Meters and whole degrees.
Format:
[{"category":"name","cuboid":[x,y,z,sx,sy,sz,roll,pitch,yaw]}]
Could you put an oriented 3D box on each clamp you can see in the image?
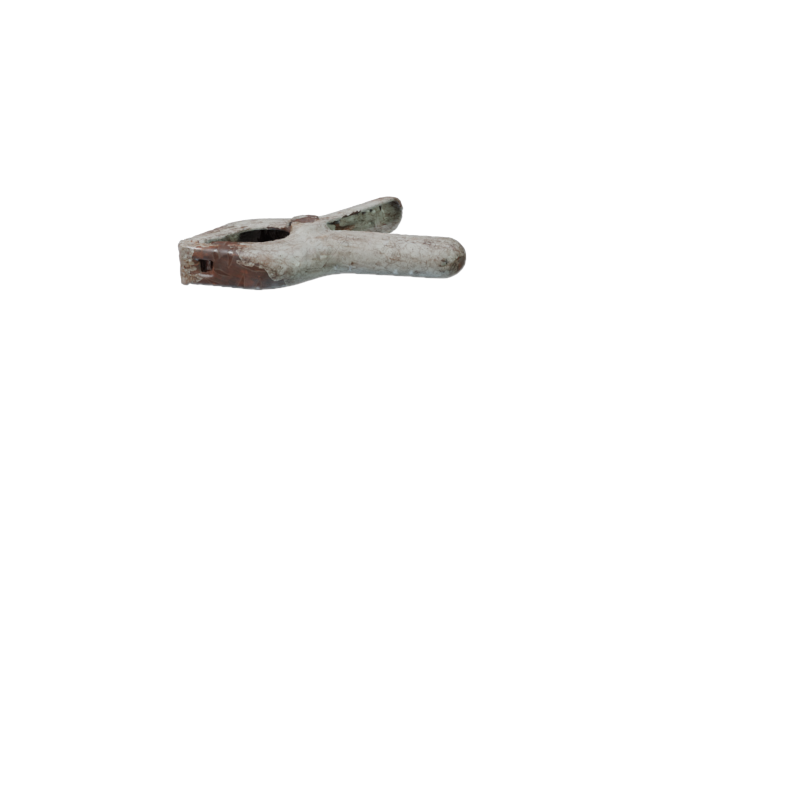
[{"category":"clamp","cuboid":[-0.055,-0.101,0.704,0.170,0.038,0.126,-3,19,-9]}]
